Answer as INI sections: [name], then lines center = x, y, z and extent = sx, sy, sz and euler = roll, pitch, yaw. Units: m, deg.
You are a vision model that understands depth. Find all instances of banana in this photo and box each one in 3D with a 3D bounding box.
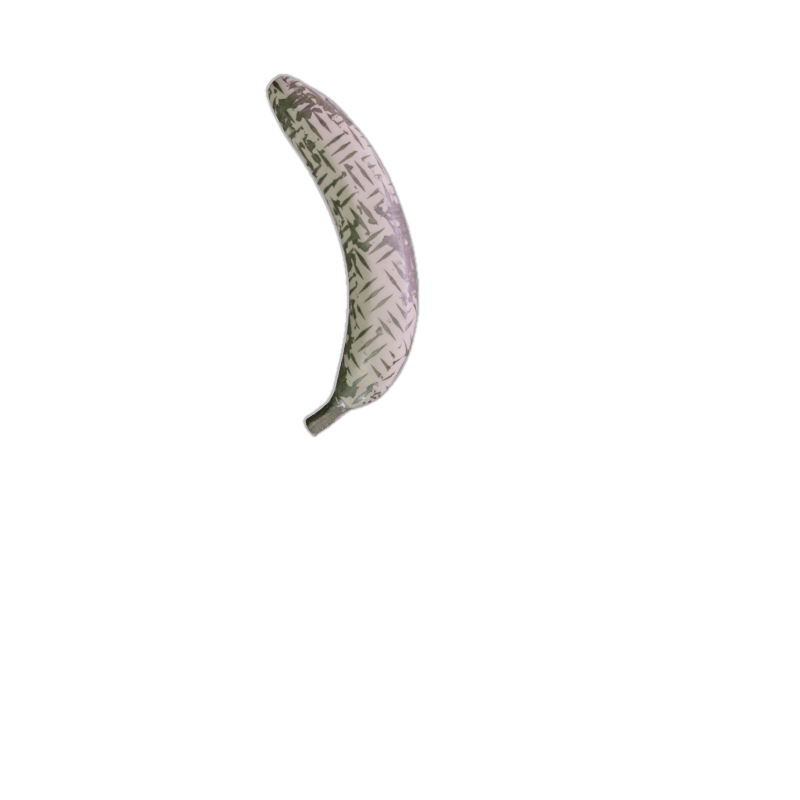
[banana]
center = -0.028, -0.083, 0.596
extent = 0.069, 0.202, 0.036
euler = -7, -8, -2
